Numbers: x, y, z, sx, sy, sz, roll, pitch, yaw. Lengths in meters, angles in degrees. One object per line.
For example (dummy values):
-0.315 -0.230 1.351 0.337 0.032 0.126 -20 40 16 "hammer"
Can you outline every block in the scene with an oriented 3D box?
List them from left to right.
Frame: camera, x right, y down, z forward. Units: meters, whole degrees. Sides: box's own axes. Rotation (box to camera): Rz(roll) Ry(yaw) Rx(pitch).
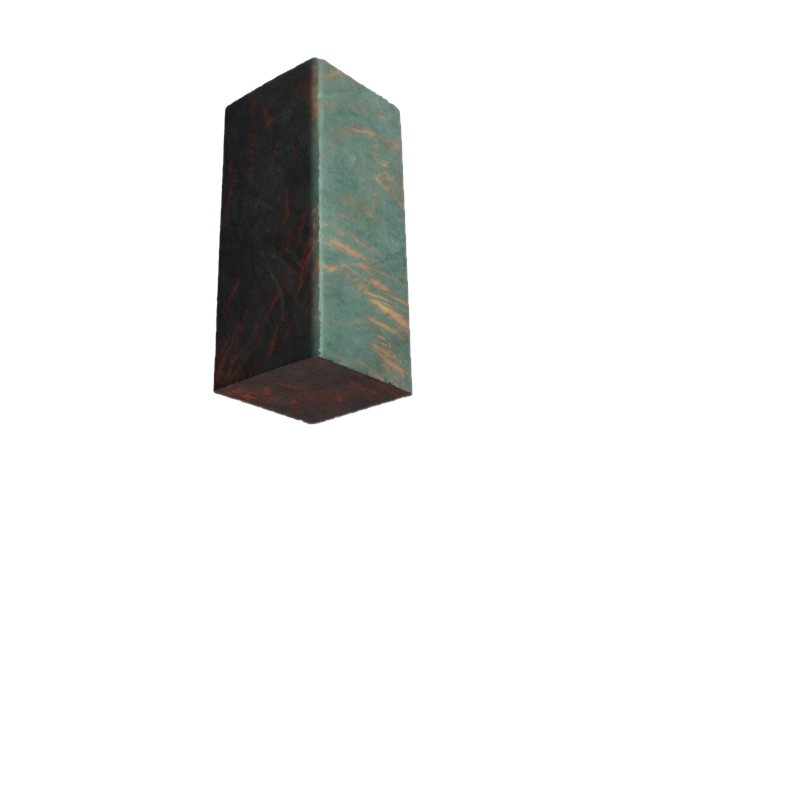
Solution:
-0.056 -0.103 0.717 0.091 0.218 0.085 -21 -31 36 "block"
